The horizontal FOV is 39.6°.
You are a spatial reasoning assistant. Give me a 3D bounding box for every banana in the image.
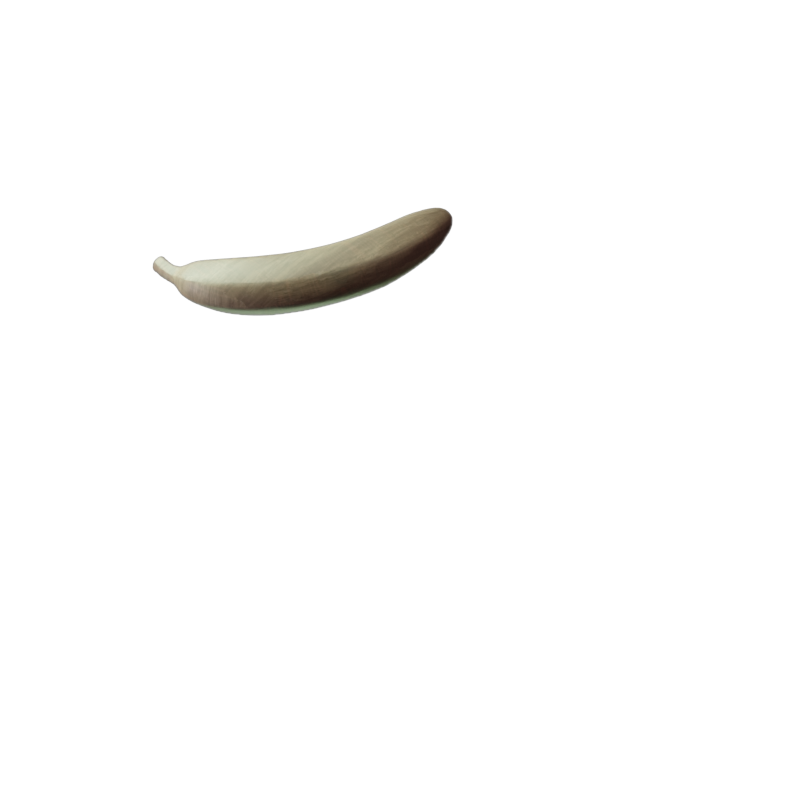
[{"bbox_3d":[-0.054,-0.086,0.696,0.196,0.075,0.034,-10,-42,-9],"label":"banana"}]
